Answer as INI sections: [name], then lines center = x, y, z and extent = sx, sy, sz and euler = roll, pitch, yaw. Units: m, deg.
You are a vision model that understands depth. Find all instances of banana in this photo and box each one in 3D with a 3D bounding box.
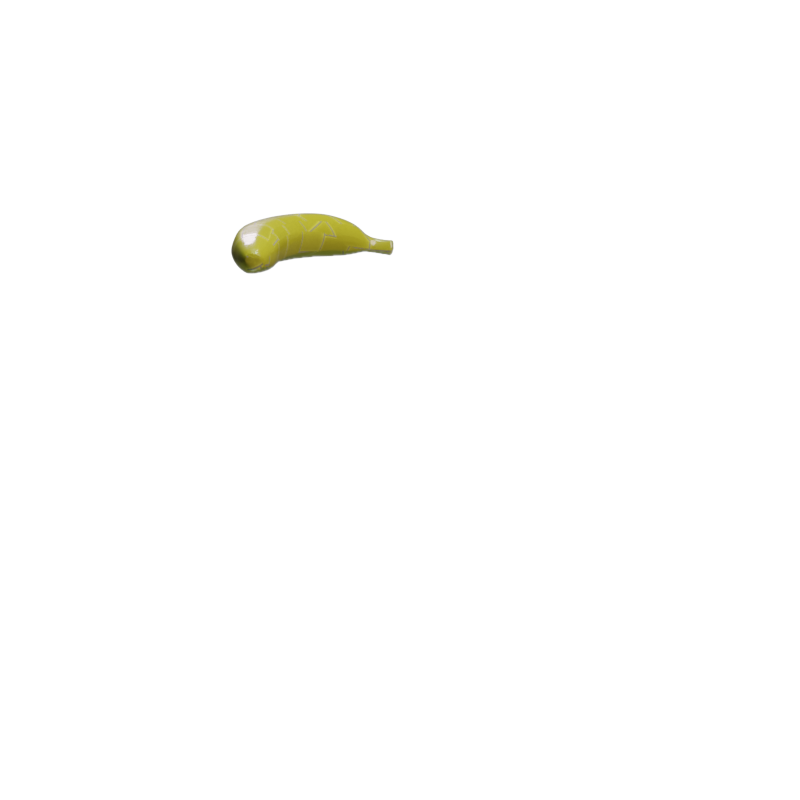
[banana]
center = -0.080, -0.123, 0.853
extent = 0.072, 0.036, 0.194
euler = 7, 15, 29
